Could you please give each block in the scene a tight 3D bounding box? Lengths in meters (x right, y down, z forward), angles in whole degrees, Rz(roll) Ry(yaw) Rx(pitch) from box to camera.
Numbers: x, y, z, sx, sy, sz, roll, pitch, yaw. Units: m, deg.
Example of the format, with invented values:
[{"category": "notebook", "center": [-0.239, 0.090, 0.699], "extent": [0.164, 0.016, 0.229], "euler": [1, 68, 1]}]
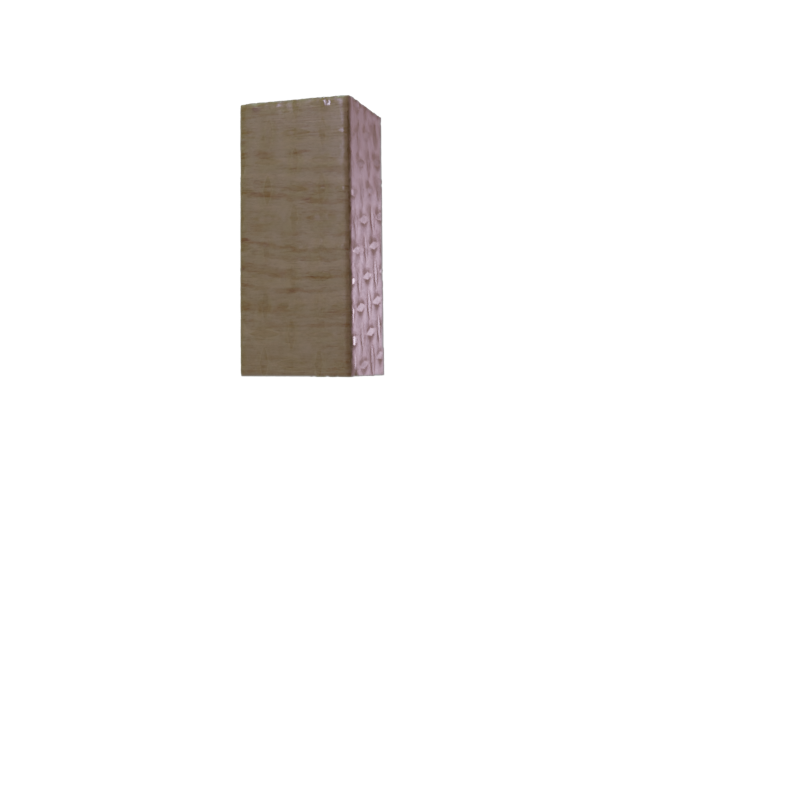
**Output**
[{"category": "block", "center": [-0.068, -0.123, 0.858], "extent": [0.093, 0.209, 0.087], "euler": [-2, -5, 18]}]
